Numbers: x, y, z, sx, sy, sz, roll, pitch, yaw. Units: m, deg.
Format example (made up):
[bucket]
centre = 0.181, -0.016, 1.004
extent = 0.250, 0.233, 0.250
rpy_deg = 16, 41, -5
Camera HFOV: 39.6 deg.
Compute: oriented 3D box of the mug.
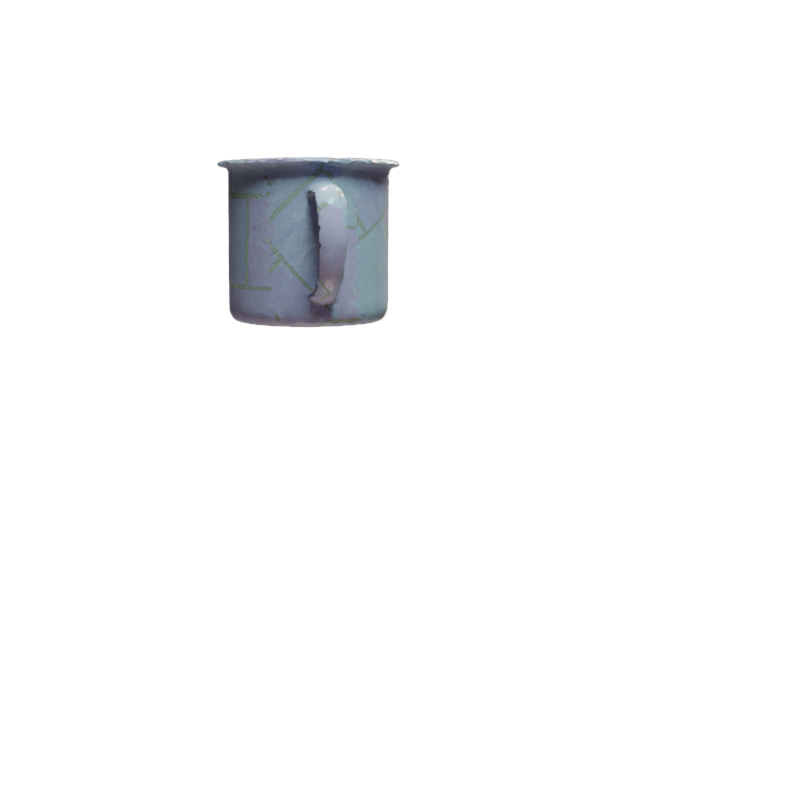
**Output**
[mug]
centre = -0.044, -0.079, 0.557
extent = 0.091, 0.081, 0.120
rpy_deg = -1, 7, -15
